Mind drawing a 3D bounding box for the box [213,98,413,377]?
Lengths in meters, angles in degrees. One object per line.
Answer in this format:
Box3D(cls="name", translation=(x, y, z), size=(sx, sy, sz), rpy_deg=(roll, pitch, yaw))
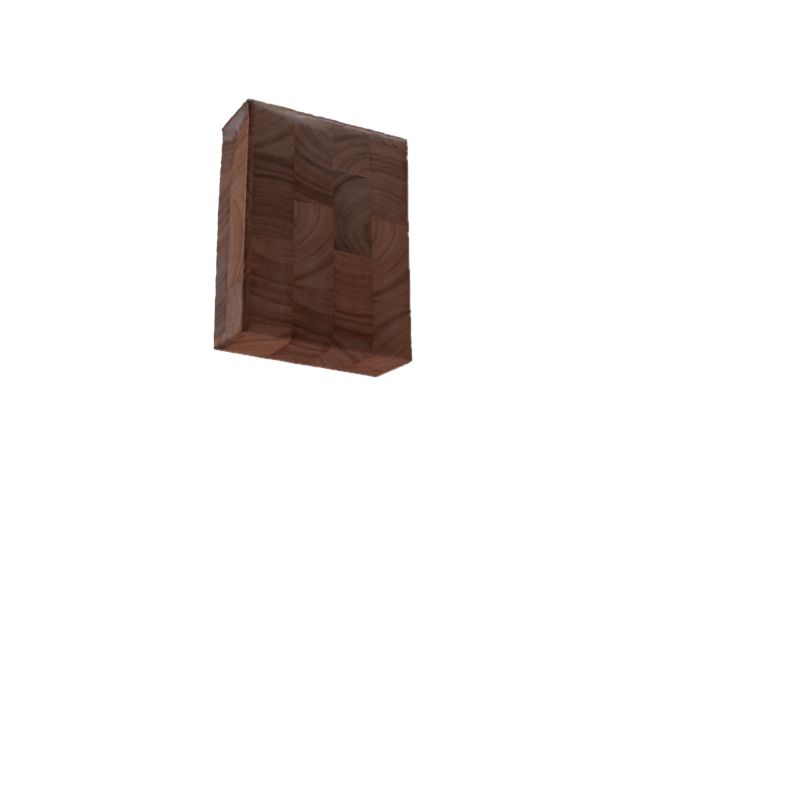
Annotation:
Box3D(cls="box", translation=(-0.076, -0.138, 0.969), size=(0.157, 0.225, 0.071), rpy_deg=(9, -24, -27))
